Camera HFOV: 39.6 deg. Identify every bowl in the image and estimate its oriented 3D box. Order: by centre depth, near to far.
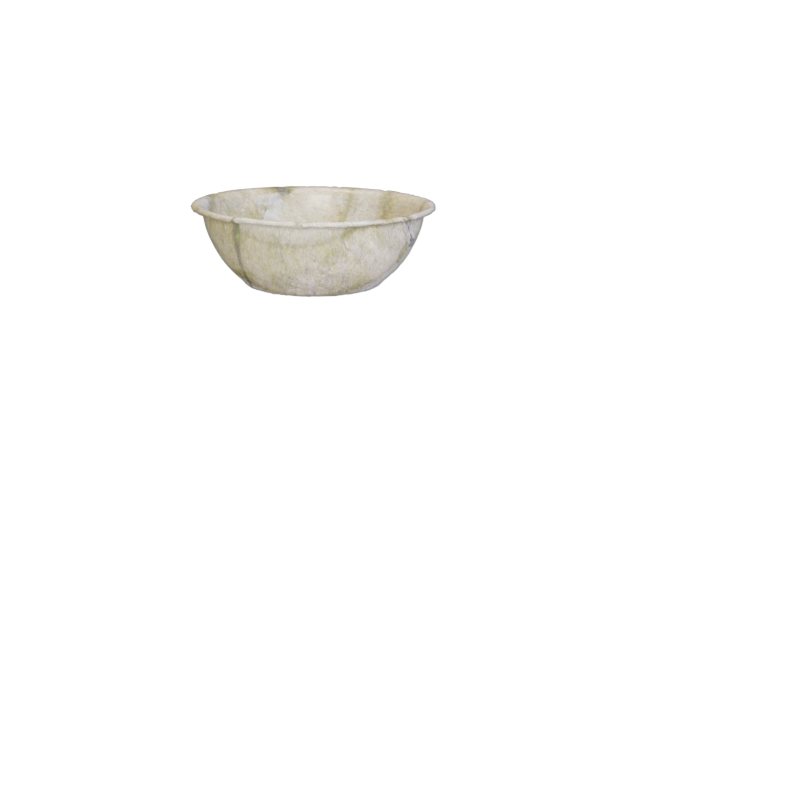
[{"bbox_3d":[-0.058,-0.105,0.738,0.162,0.053,0.168,-1,17,-2],"label":"bowl"}]
